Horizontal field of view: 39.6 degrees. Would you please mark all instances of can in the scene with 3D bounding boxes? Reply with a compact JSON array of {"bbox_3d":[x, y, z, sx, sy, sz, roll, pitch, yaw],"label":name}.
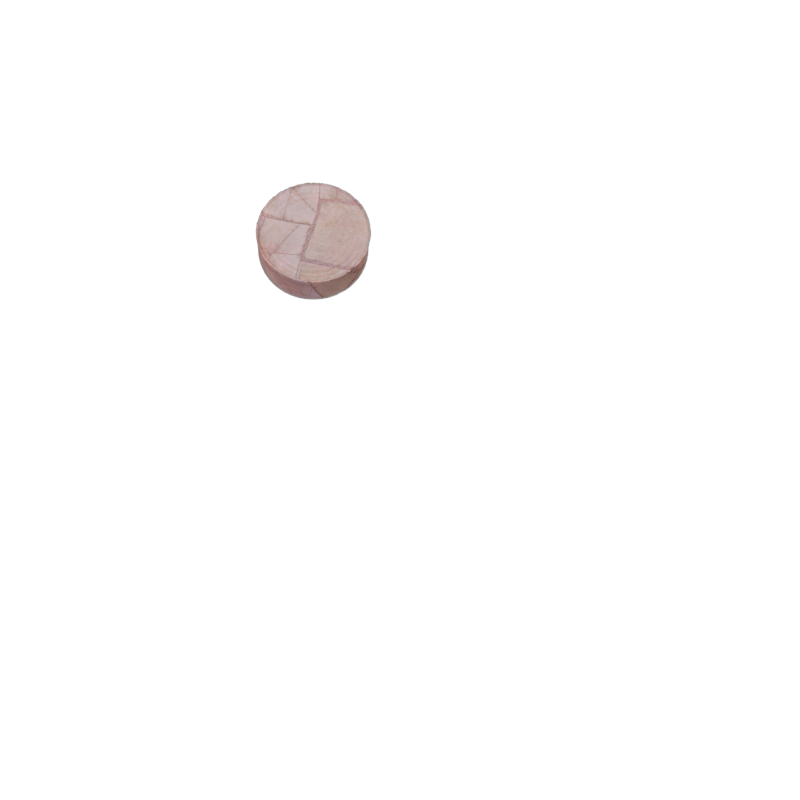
[{"bbox_3d":[-0.066,-0.120,0.838,0.086,0.091,0.032,-1,-27,-1],"label":"can"}]
